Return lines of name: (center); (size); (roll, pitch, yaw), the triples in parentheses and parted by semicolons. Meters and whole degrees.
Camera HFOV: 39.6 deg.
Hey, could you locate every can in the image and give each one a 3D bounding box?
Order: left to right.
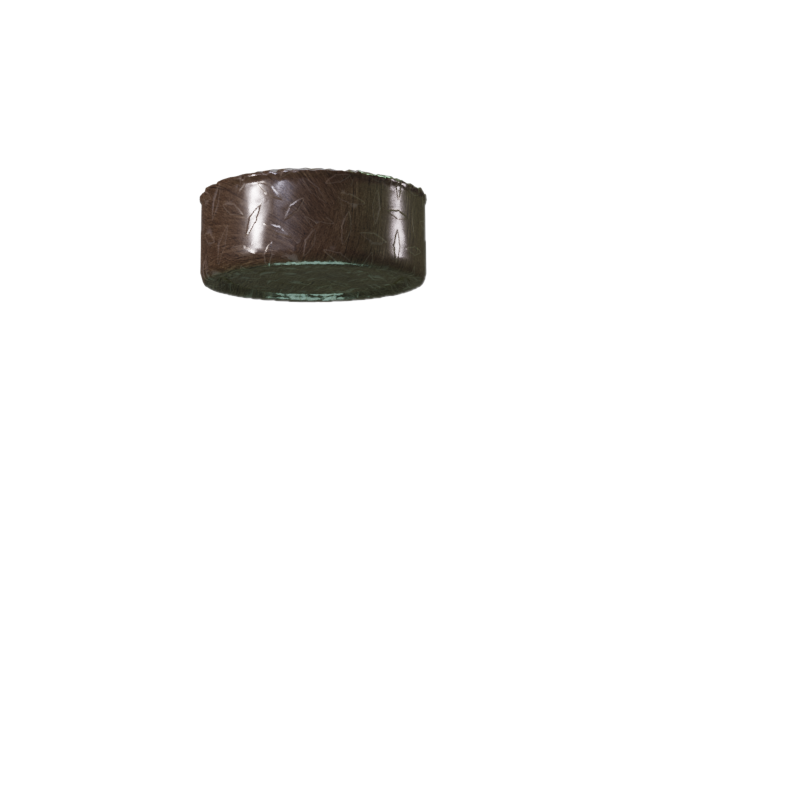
can: (-0.033, -0.059, 0.416); (0.086, 0.034, 0.084); (0, -5, -2)
